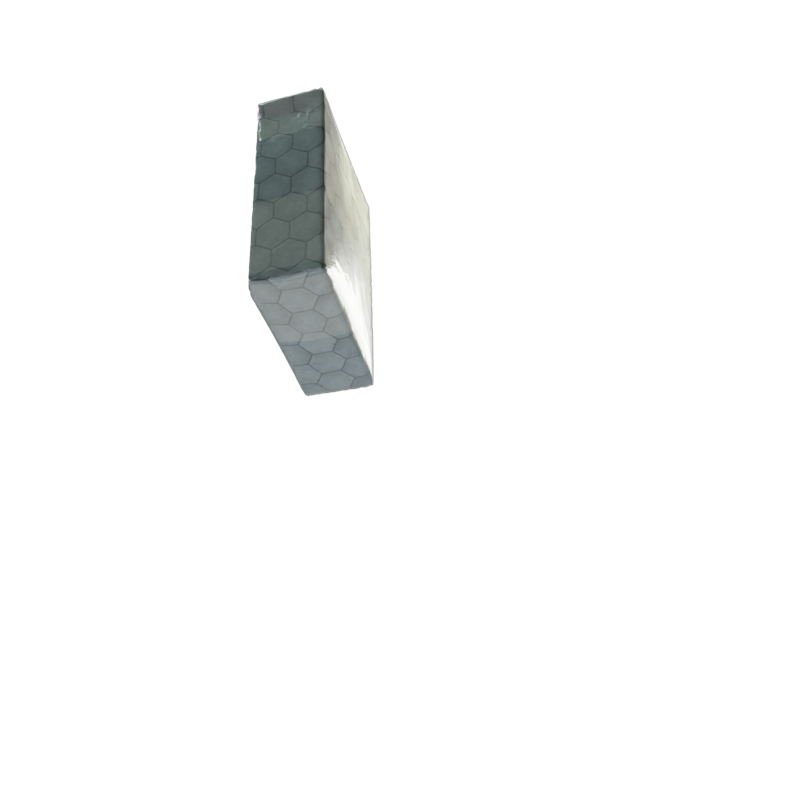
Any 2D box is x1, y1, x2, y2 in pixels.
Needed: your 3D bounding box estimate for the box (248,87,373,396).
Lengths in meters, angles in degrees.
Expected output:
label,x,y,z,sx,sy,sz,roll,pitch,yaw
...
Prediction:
label,x,y,z,sx,sy,sz,roll,pitch,yaw
box,-0.076,-0.138,0.970,0.072,0.229,0.151,-11,-39,10
